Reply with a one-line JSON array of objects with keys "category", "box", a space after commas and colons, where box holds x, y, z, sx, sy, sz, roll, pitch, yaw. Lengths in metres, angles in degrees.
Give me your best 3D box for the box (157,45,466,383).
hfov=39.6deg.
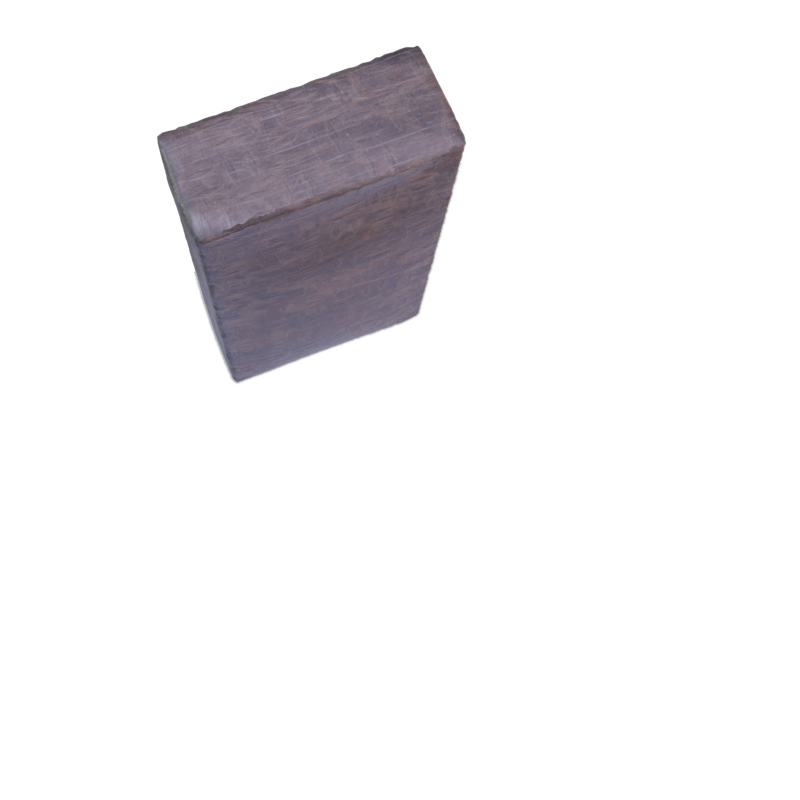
[{"category": "box", "box": [-0.033, -0.060, 0.424, 0.093, 0.050, 0.170, -21, -10, -8]}]
